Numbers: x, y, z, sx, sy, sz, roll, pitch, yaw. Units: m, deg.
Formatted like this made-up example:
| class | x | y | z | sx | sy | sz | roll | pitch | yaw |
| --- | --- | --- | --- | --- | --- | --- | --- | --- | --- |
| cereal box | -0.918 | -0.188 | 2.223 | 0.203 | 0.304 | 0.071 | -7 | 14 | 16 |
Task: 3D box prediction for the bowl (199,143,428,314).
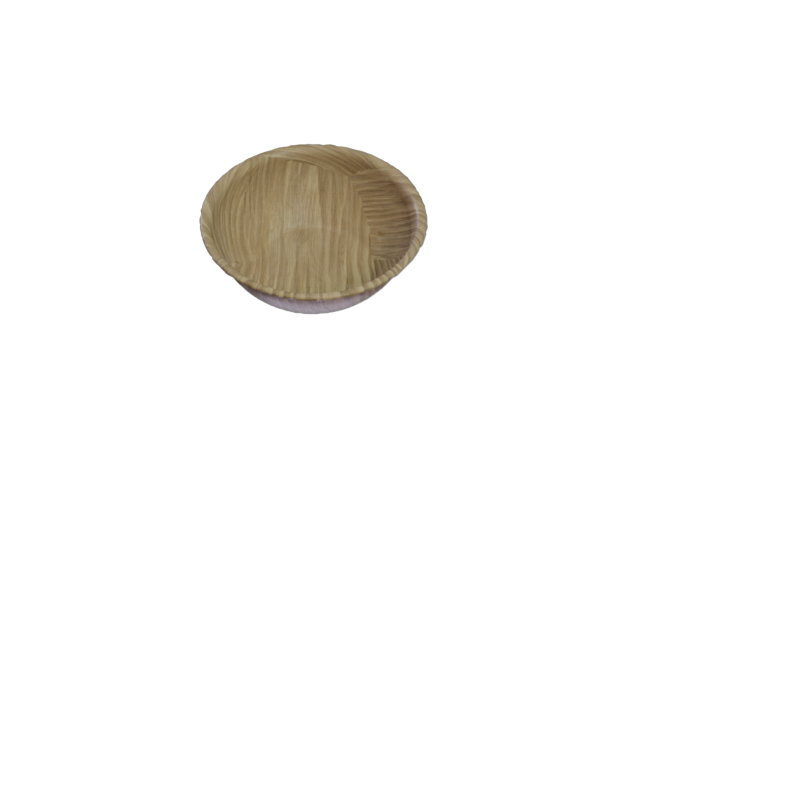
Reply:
| class | x | y | z | sx | sy | sz | roll | pitch | yaw |
| --- | --- | --- | --- | --- | --- | --- | --- | --- | --- |
| bowl | -0.063 | -0.115 | 0.802 | 0.162 | 0.174 | 0.051 | -1 | -42 | -1 |
